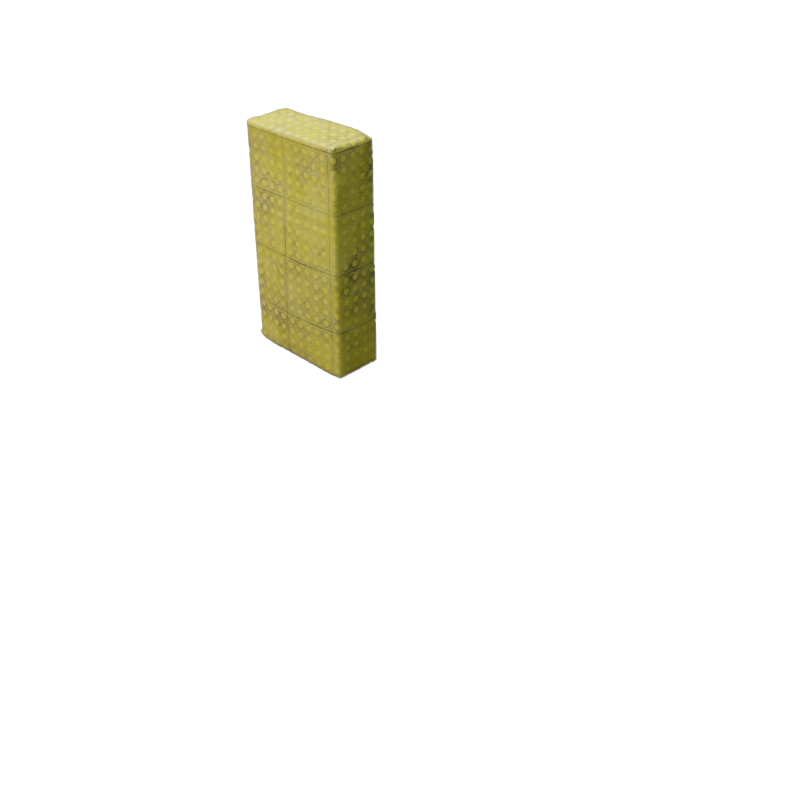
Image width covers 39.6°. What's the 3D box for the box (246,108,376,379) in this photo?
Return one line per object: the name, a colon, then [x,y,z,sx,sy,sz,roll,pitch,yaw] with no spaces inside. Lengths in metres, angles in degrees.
box: [-0.062,-0.114,0.797,0.047,0.167,0.100,-21,34,-39]
